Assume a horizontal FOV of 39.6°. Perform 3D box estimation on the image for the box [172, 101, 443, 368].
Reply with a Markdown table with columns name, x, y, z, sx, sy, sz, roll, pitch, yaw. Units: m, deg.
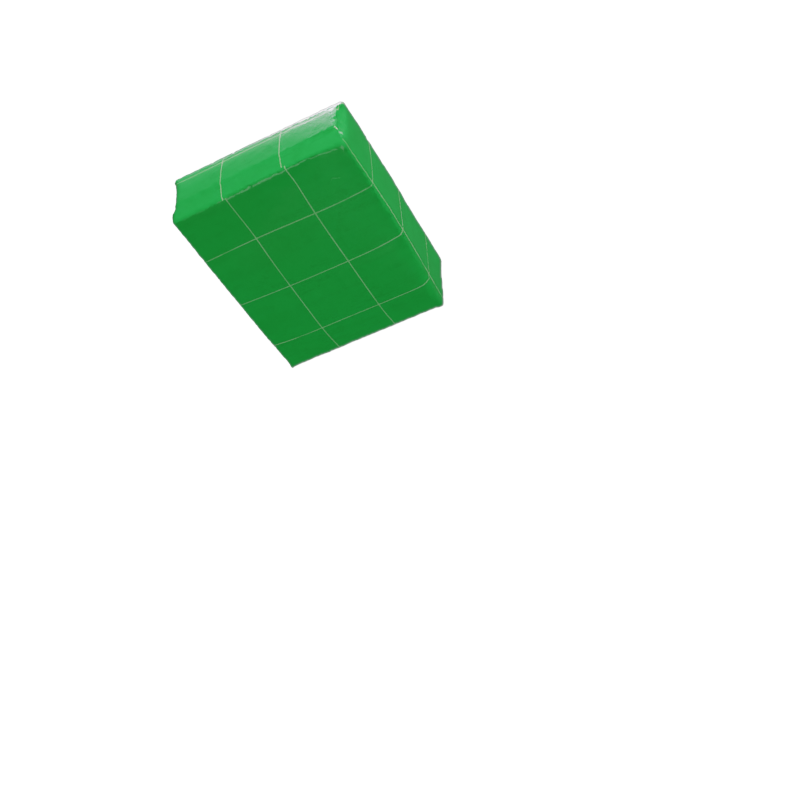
| name | x | y | z | sx | sy | sz | roll | pitch | yaw |
| --- | --- | --- | --- | --- | --- | --- | --- | --- | --- |
| box | -0.041 | -0.075 | 0.528 | 0.090 | 0.105 | 0.042 | -21 | 38 | 17 |
